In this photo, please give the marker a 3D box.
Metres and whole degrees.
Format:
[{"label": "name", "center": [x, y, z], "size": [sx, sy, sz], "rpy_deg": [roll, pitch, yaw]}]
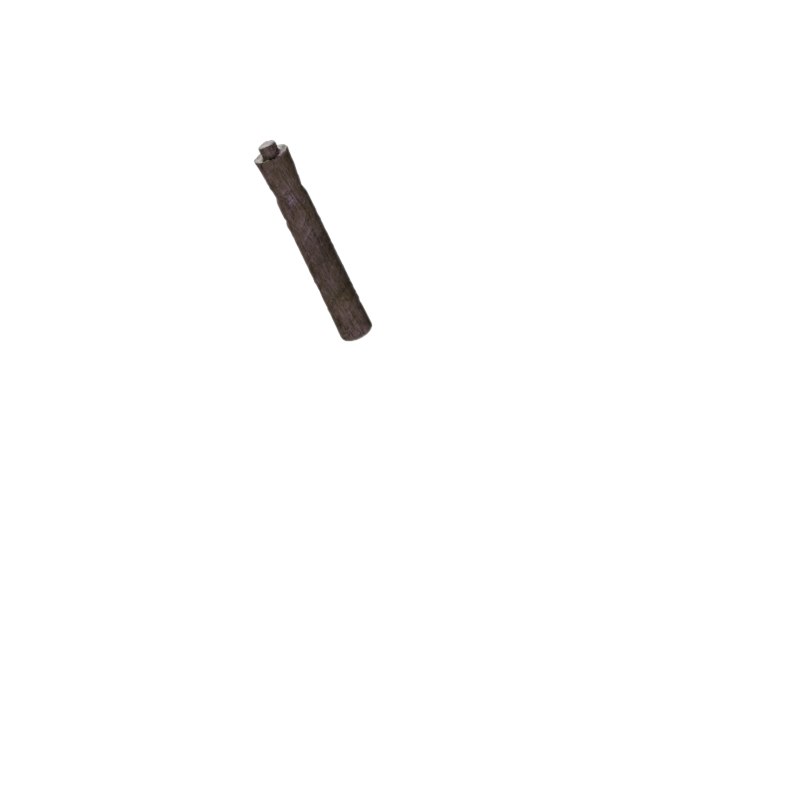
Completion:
[{"label": "marker", "center": [-0.046, -0.084, 0.587], "size": [0.020, 0.114, 0.021], "rpy_deg": [-21, 26, 10]}]
